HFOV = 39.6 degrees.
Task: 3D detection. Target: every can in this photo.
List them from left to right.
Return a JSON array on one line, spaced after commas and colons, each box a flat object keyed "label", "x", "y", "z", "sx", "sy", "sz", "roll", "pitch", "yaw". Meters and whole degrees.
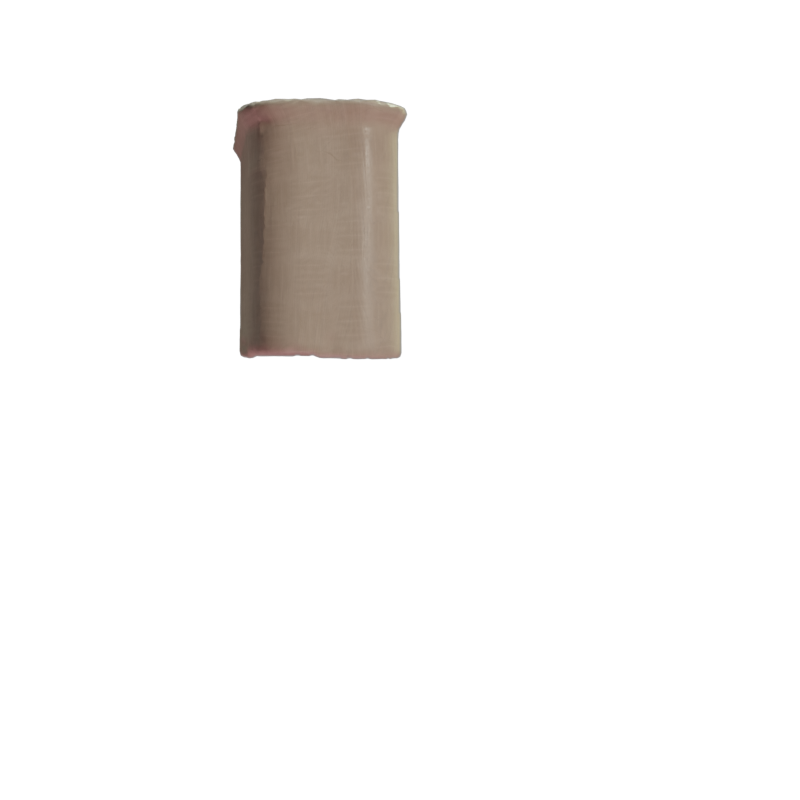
[{"label": "can", "x": -0.031, "y": -0.057, "z": 0.401, "sx": 0.057, "sy": 0.084, "sz": 0.102, "roll": 0, "pitch": -1, "yaw": -9}]
